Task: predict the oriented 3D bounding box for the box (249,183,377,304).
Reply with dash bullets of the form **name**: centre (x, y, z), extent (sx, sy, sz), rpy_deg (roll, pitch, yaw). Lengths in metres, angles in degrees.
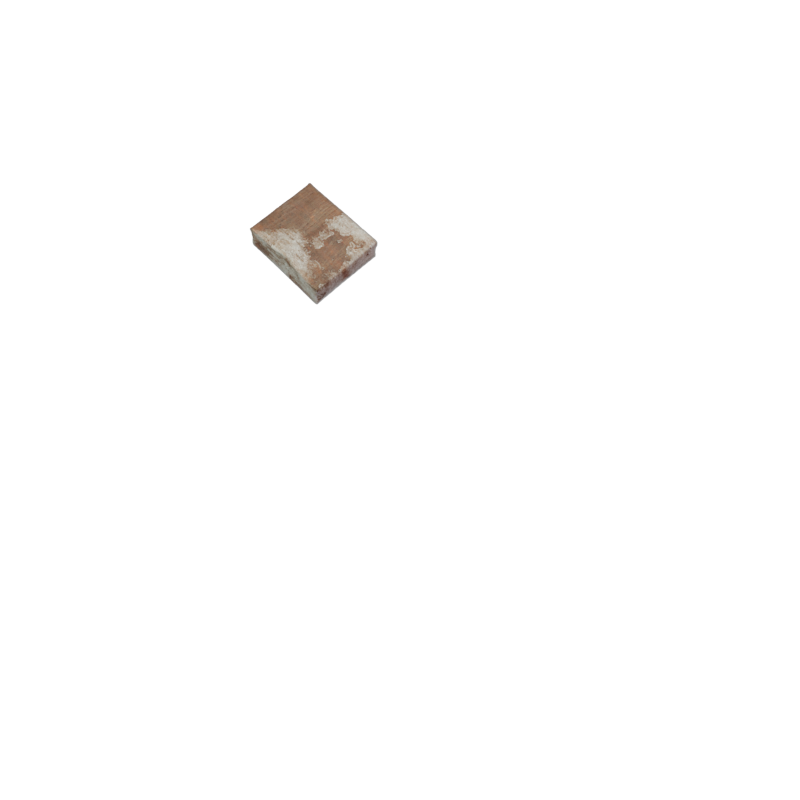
- **box**: centre (-0.077, -0.140, 0.979), extent (0.074, 0.094, 0.028), rpy_deg (-39, -22, -20)
